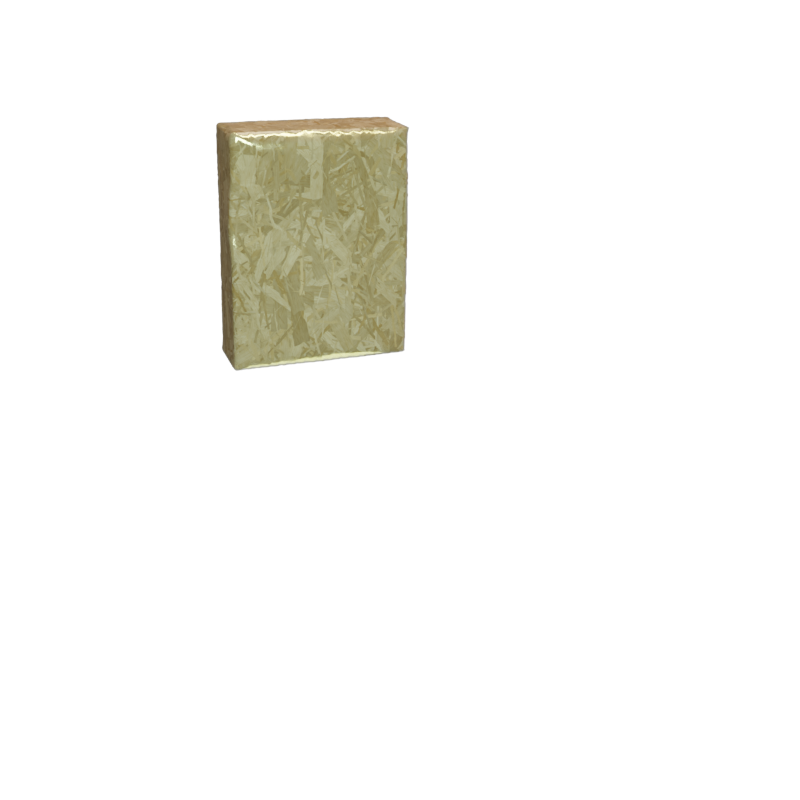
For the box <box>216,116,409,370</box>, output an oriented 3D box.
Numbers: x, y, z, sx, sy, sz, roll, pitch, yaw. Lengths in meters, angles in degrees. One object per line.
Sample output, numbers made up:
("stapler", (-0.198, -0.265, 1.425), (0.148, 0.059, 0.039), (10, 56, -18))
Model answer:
("box", (-0.078, -0.142, 0.998), (0.161, 0.206, 0.076), (-4, 16, -16))
